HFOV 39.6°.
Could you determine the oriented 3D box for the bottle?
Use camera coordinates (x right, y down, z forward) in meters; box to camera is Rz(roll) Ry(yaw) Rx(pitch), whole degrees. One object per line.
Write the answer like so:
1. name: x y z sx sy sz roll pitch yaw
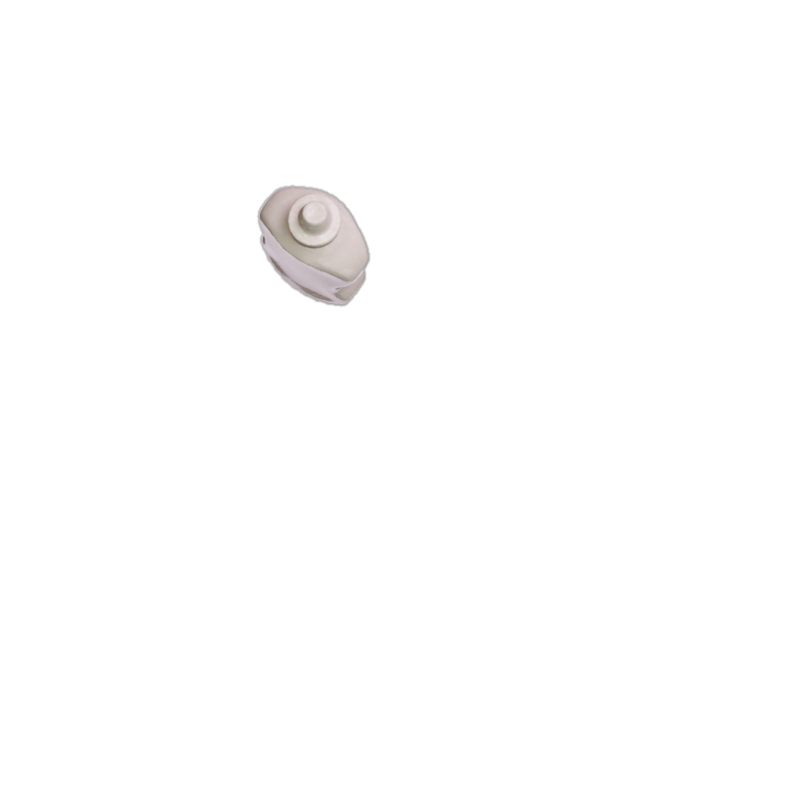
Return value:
1. bottle: -0.071 -0.130 0.909 0.097 0.059 0.188 39 -7 1
